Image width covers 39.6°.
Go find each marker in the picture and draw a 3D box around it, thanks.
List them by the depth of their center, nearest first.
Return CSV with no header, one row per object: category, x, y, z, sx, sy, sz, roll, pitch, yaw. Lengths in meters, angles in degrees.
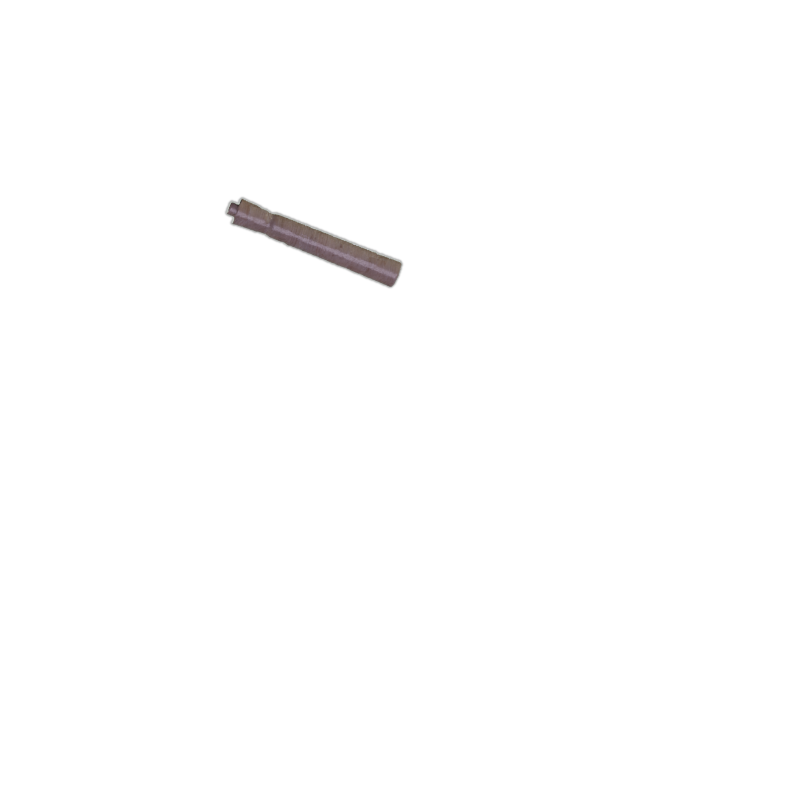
marker,-0.058,-0.105,0.735,0.119,0.020,0.020,21,1,-6
